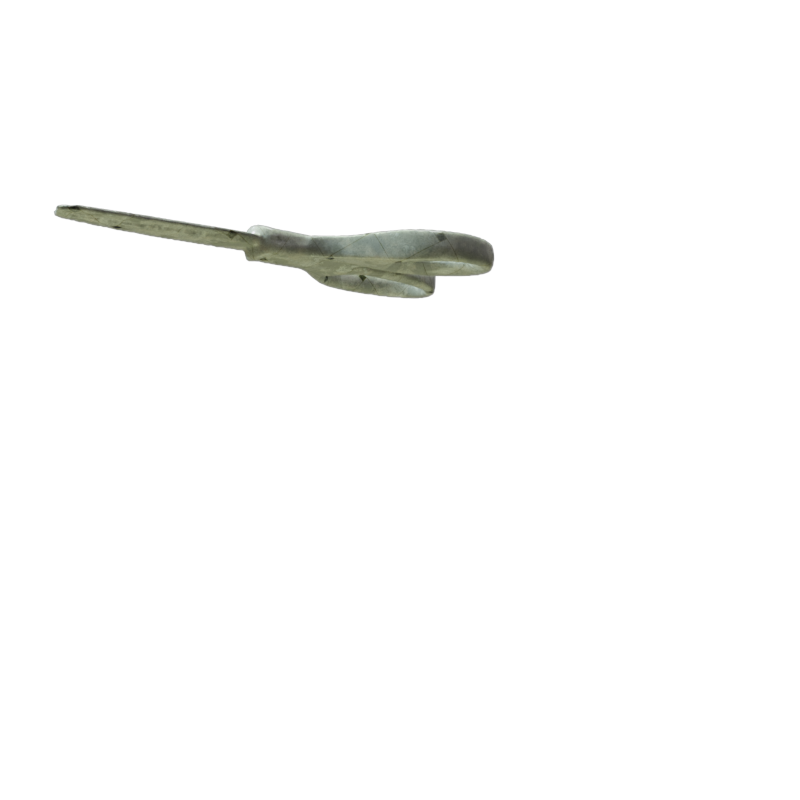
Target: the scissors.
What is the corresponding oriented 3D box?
[{"bbox_3d":[-0.037,-0.068,0.475,0.099,0.016,0.191,-5,-9,38],"label":"scissors"}]
